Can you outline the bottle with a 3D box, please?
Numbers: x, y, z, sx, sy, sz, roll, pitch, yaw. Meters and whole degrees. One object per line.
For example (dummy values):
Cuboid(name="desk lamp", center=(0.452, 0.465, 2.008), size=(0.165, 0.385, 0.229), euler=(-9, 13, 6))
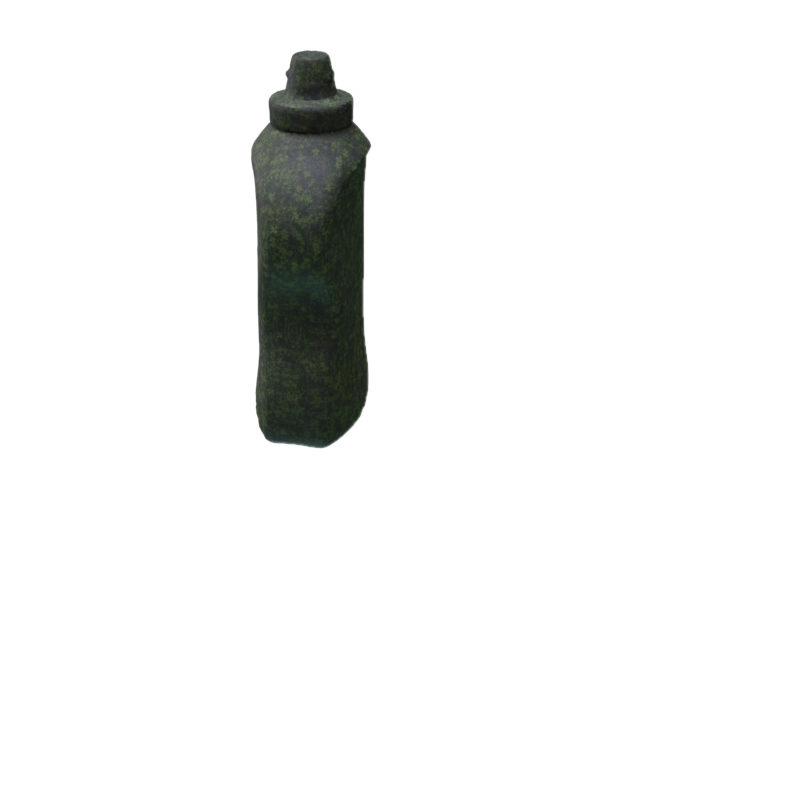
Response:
Cuboid(name="bottle", center=(-0.044, -0.080, 0.559), size=(0.059, 0.182, 0.100), euler=(6, 25, 9))
